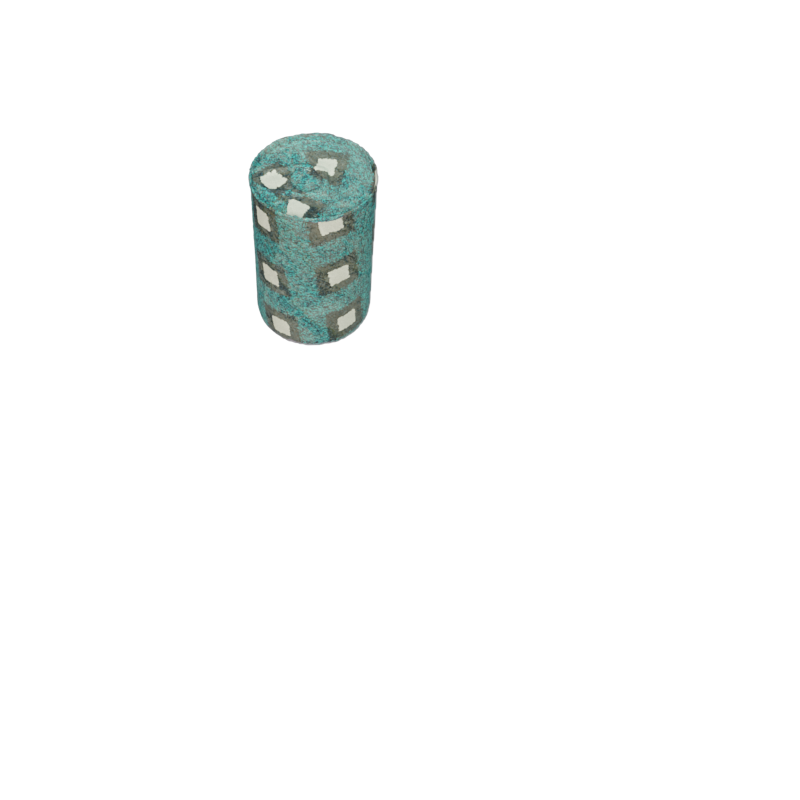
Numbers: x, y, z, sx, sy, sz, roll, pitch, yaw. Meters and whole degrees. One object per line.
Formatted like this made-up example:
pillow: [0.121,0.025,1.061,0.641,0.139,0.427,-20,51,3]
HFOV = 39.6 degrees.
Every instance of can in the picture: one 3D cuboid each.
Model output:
can: [-0.048,-0.088,0.613,0.068,0.074,0.095,0,-40,-3]
